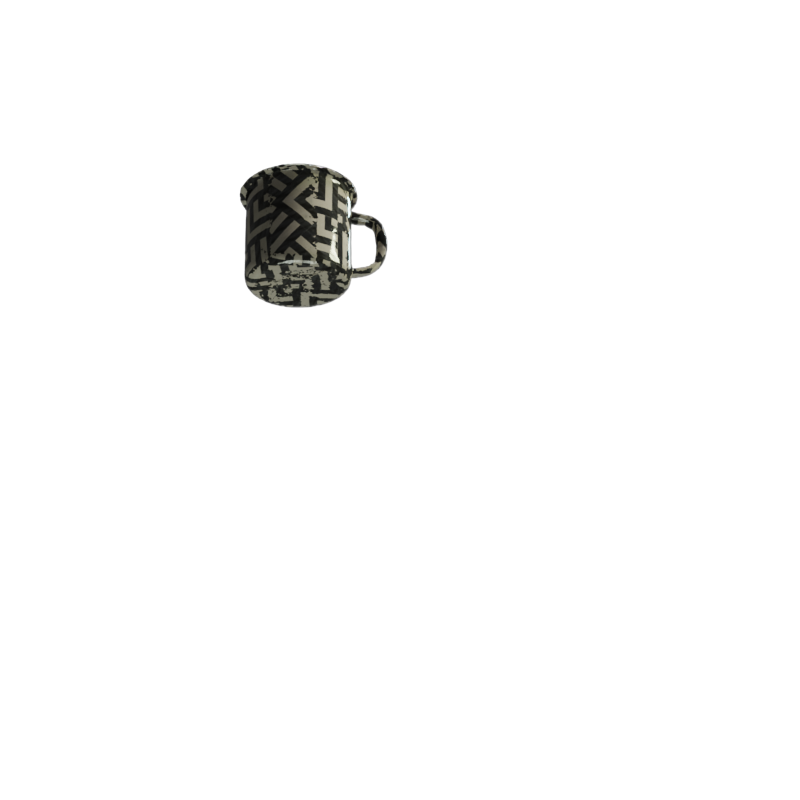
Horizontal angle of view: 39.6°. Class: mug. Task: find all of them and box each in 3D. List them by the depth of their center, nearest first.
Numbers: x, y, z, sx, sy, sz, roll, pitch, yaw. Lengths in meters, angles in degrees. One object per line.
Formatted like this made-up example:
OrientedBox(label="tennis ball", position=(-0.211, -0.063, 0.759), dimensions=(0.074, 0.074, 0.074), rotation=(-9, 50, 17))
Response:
OrientedBox(label="mug", position=(-0.067, -0.123, 0.859), dimensions=(0.115, 0.086, 0.090), rotation=(6, -27, -14))
